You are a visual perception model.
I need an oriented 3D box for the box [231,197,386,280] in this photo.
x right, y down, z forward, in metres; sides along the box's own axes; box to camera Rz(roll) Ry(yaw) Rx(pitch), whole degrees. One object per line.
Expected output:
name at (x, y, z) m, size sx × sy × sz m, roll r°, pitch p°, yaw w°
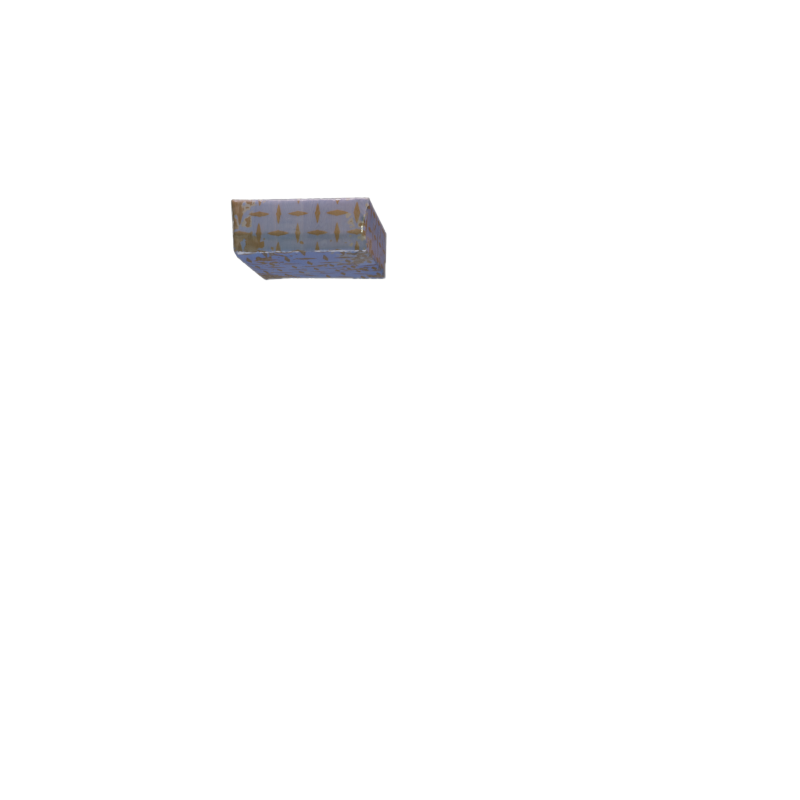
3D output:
box at (-0.058, -0.106, 0.744) m, size 0.091 × 0.039 × 0.111 m, roll 0°, pitch -2°, yaw 6°
